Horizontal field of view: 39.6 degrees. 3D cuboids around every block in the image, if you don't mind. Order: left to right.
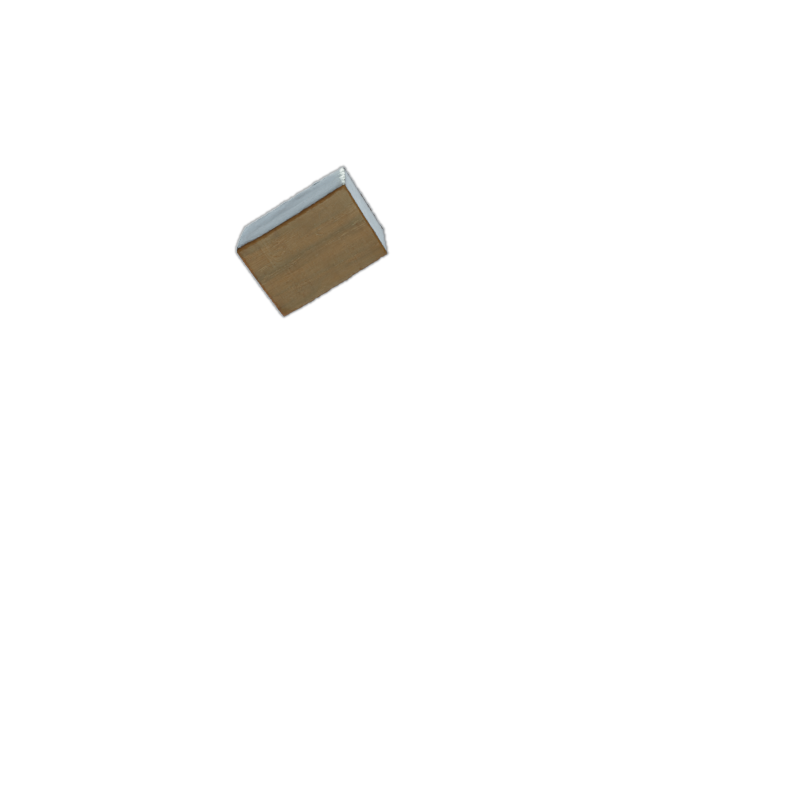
[{"bbox_3d":[-0.053,-0.097,0.682,0.078,0.051,0.054,-30,18,8],"label":"block"}]
